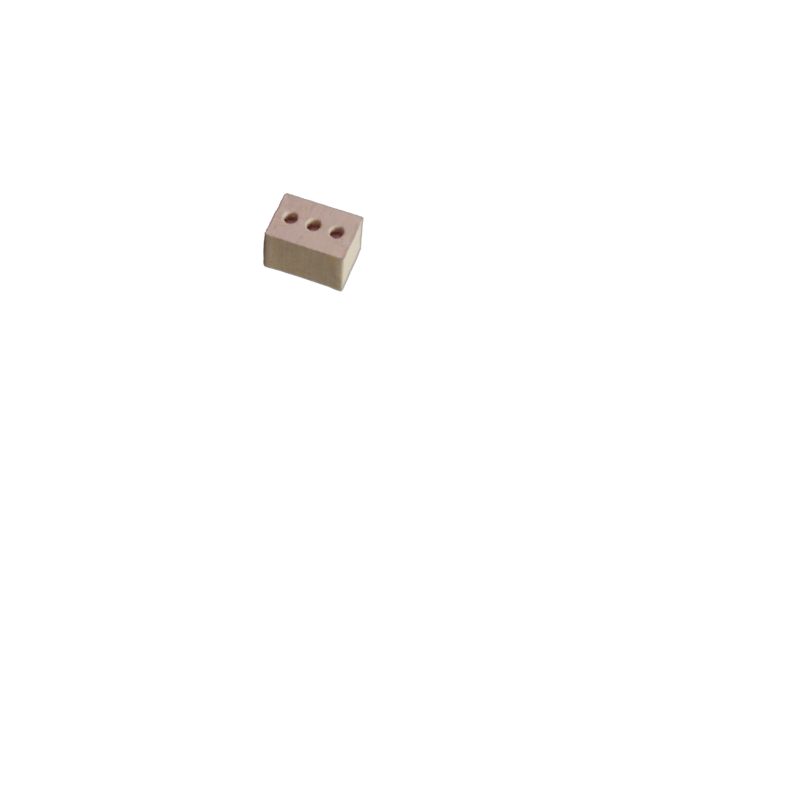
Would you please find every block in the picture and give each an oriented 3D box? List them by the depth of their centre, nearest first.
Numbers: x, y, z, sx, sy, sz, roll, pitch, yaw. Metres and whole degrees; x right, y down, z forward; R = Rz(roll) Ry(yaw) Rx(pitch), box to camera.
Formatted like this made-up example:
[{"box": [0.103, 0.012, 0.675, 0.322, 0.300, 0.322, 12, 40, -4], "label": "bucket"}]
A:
[{"box": [-0.078, -0.142, 0.992, 0.080, 0.055, 0.048, 18, -32, 10], "label": "block"}]
